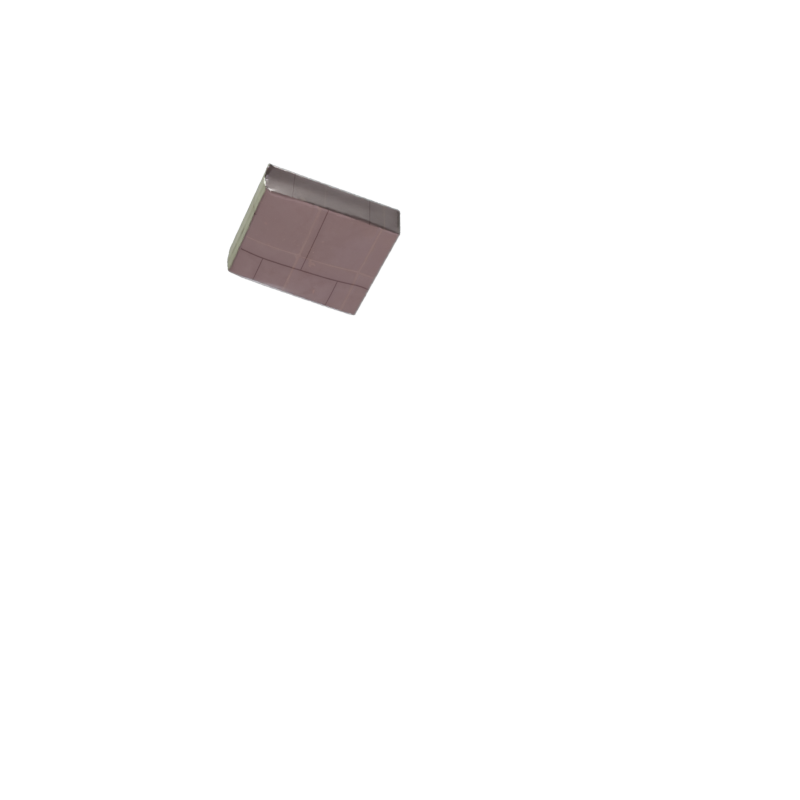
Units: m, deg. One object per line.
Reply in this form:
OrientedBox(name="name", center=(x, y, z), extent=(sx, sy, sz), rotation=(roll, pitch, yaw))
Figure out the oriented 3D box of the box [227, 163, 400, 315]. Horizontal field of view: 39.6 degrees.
OrientedBox(name="box", center=(-0.068, -0.123, 0.862), extent=(0.110, 0.086, 0.042), rotation=(18, 37, -15))
